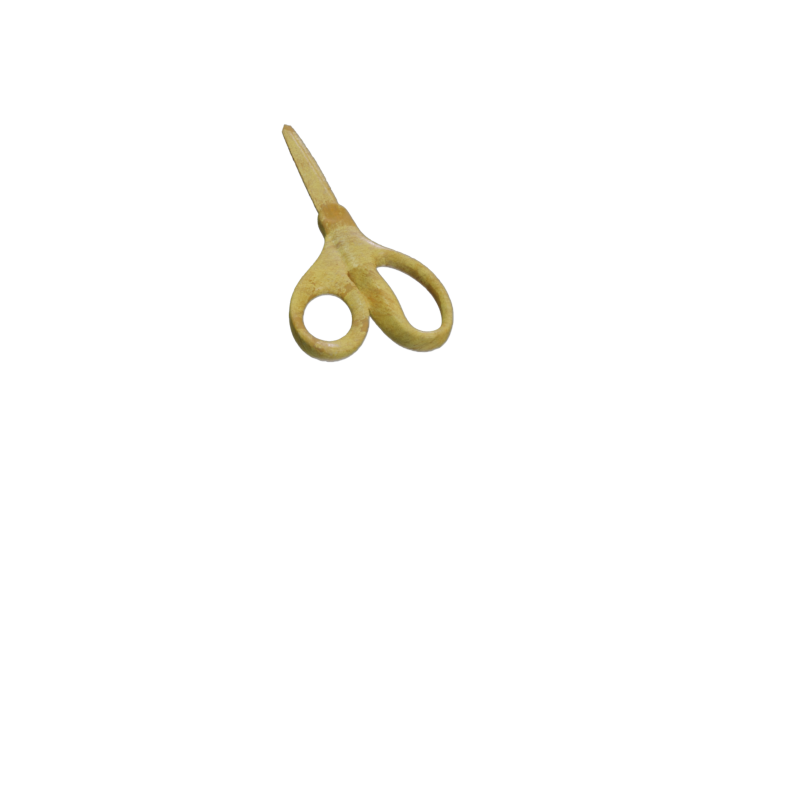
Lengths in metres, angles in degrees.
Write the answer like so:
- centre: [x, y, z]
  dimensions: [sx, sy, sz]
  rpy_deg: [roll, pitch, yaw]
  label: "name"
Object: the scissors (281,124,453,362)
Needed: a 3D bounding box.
- centre: [-0.050, -0.091, 0.639]
  dimensions: [0.096, 0.015, 0.217]
  rpy_deg: [-27, 53, -22]
  label: "scissors"
